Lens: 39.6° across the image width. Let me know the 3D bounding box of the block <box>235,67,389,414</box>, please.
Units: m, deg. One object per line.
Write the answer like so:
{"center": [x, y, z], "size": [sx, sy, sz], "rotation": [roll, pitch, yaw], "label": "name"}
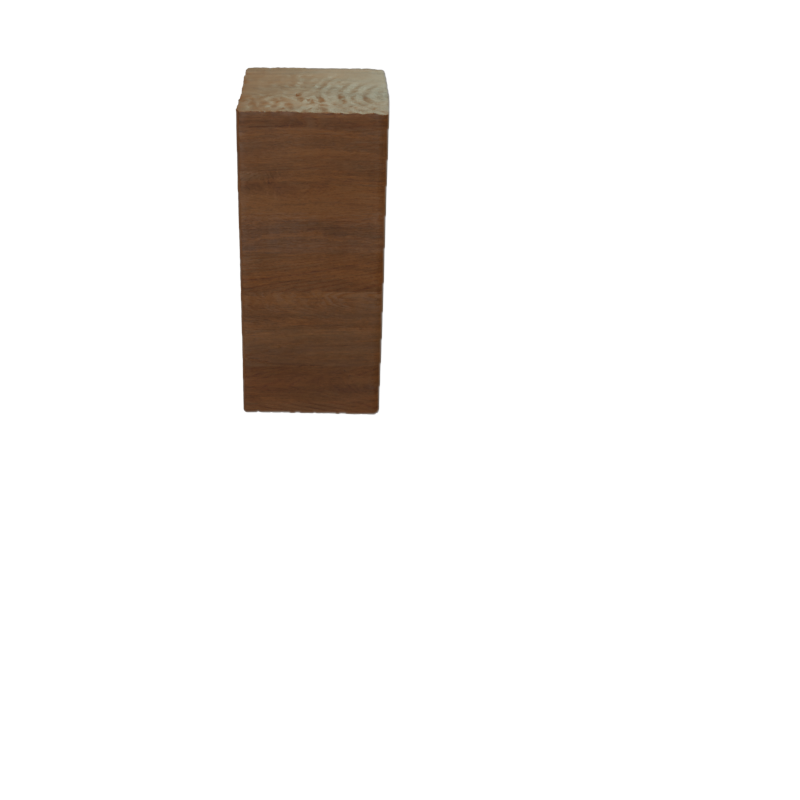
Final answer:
{"center": [-0.056, -0.102, 0.716], "size": [0.091, 0.195, 0.095], "rotation": [1, 28, -2], "label": "block"}
